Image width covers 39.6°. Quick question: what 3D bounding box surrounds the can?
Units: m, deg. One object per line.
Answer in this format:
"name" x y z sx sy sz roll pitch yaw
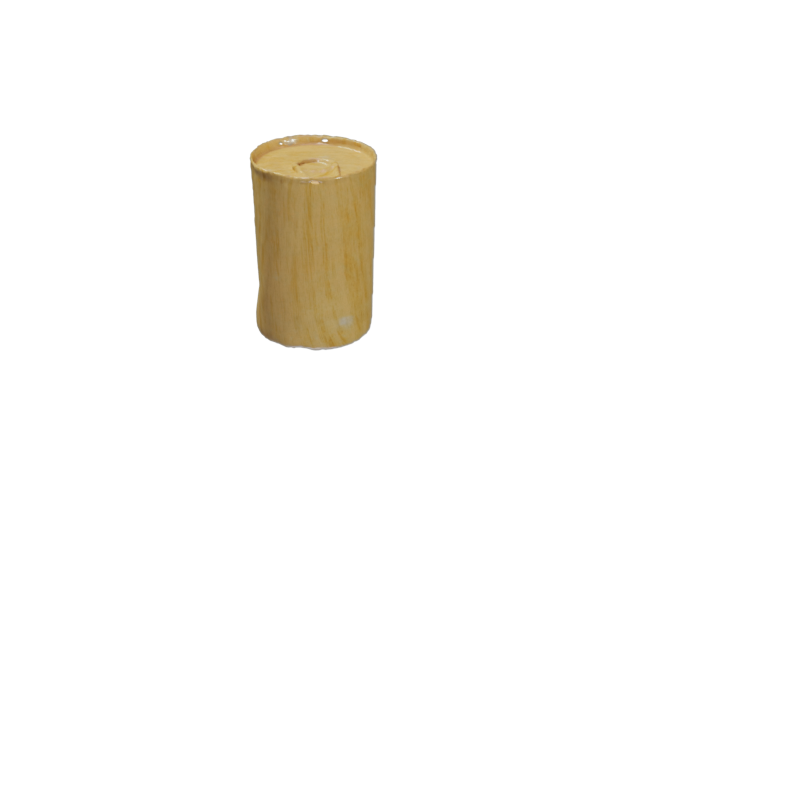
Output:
"can" -0.048 -0.087 0.610 0.068 0.097 0.072 0 27 -2
